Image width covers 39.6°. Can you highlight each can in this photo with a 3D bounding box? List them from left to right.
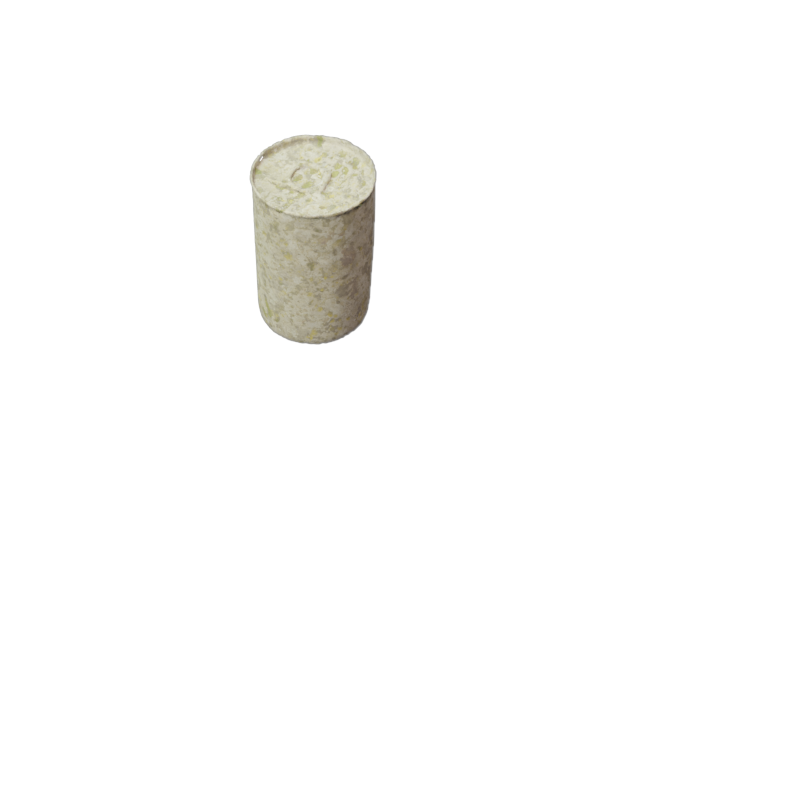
[{"bbox_3d":[-0.049,-0.089,0.626,0.068,0.074,0.095,0,-43,-3],"label":"can"}]
